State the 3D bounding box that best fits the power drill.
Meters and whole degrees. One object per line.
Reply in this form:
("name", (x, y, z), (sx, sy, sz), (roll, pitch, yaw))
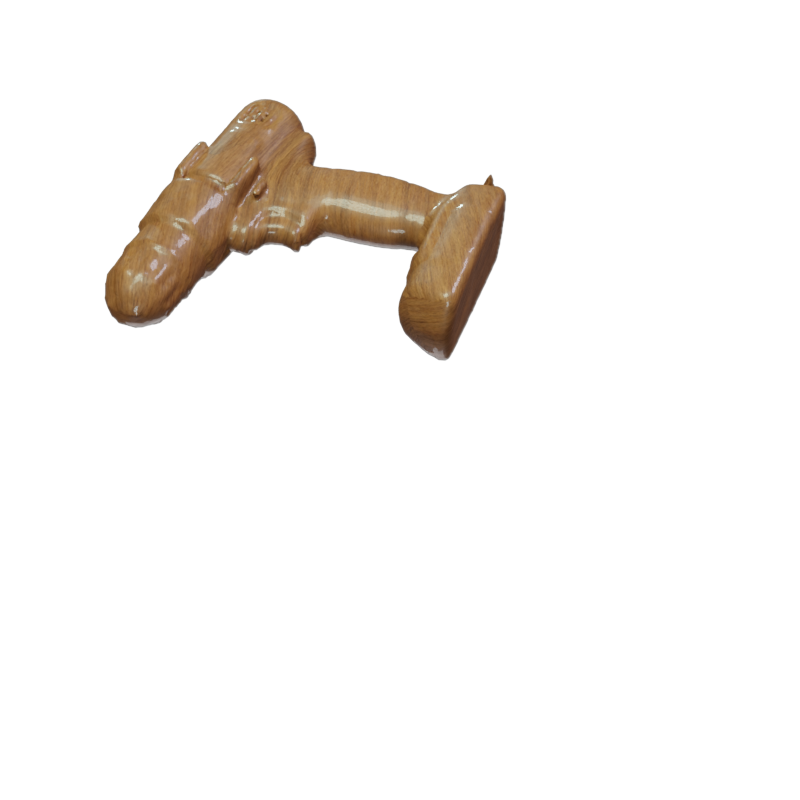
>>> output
("power drill", (-0.048, -0.088, 0.617), (0.194, 0.192, 0.053), (19, -38, 15))
